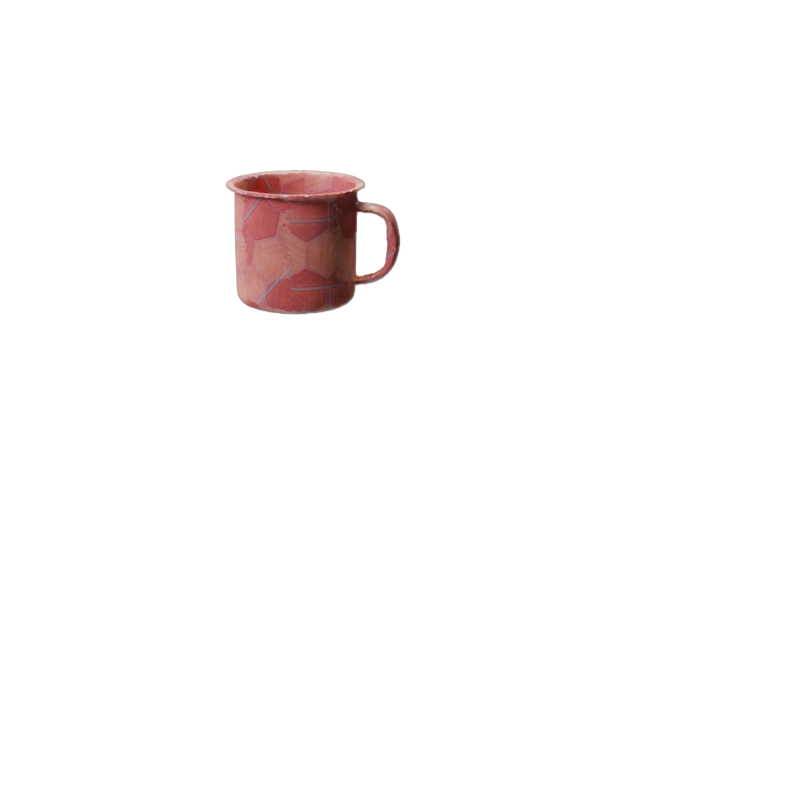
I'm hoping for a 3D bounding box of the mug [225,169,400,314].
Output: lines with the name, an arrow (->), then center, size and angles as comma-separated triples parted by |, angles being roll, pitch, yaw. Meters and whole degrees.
mug -> -0.058, -0.106, 0.746 | 0.118, 0.079, 0.096 | 3, 18, 7
